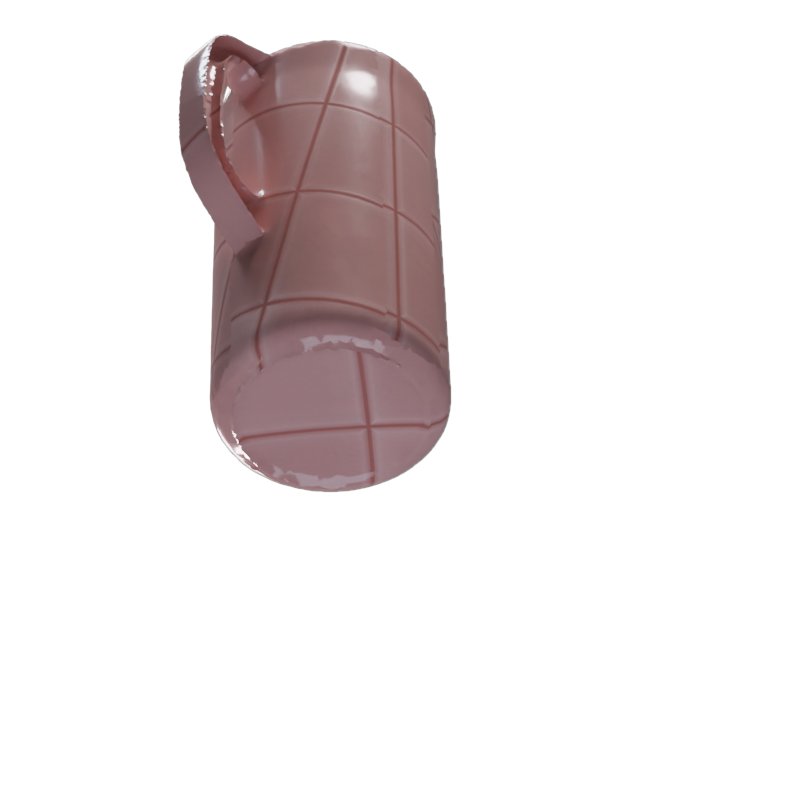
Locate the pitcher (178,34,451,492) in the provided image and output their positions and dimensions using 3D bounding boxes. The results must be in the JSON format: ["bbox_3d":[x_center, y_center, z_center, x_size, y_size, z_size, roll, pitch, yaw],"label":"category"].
[{"bbox_3d":[-0.045,-0.082,0.577,0.148,0.136,0.261,3,41,-6],"label":"pitcher"}]
